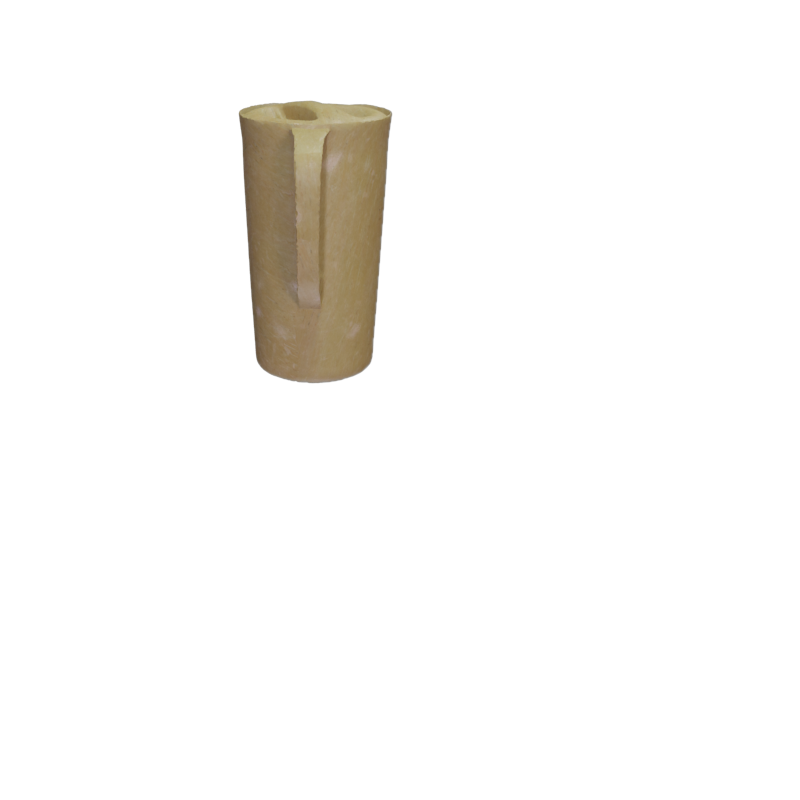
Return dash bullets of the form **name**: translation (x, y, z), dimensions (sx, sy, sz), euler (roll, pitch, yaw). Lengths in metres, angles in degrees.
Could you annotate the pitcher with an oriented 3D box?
- **pitcher**: translation (-0.077, -0.140, 0.983), dimensions (0.153, 0.234, 0.146), euler (17, 23, 42)
